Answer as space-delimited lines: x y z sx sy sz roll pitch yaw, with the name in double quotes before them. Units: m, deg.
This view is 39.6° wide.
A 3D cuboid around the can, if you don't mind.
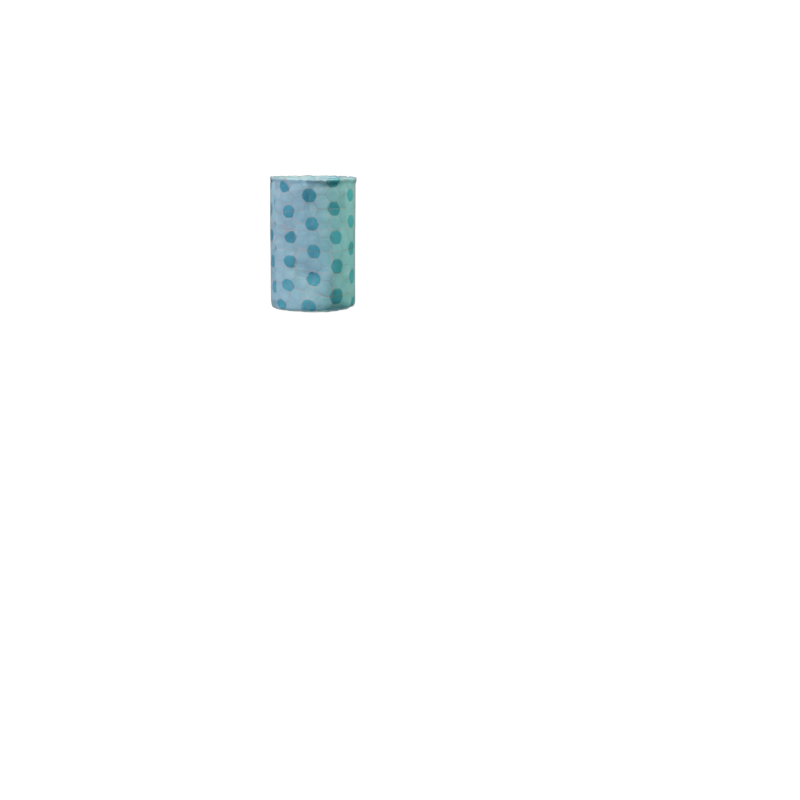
"can" -0.068 -0.124 0.866 0.068 0.101 0.070 0 8 -2
